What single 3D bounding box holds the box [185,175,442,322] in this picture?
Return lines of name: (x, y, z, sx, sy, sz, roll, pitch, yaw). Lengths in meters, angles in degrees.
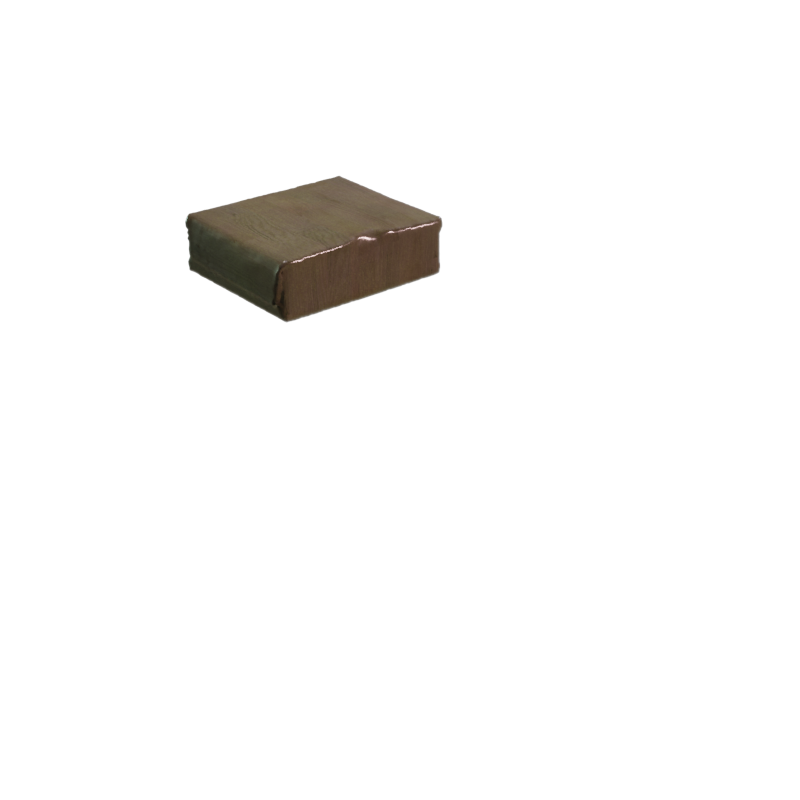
box: (-0.038, -0.070, 0.487, 0.088, 0.029, 0.078, -21, 34, -34)
